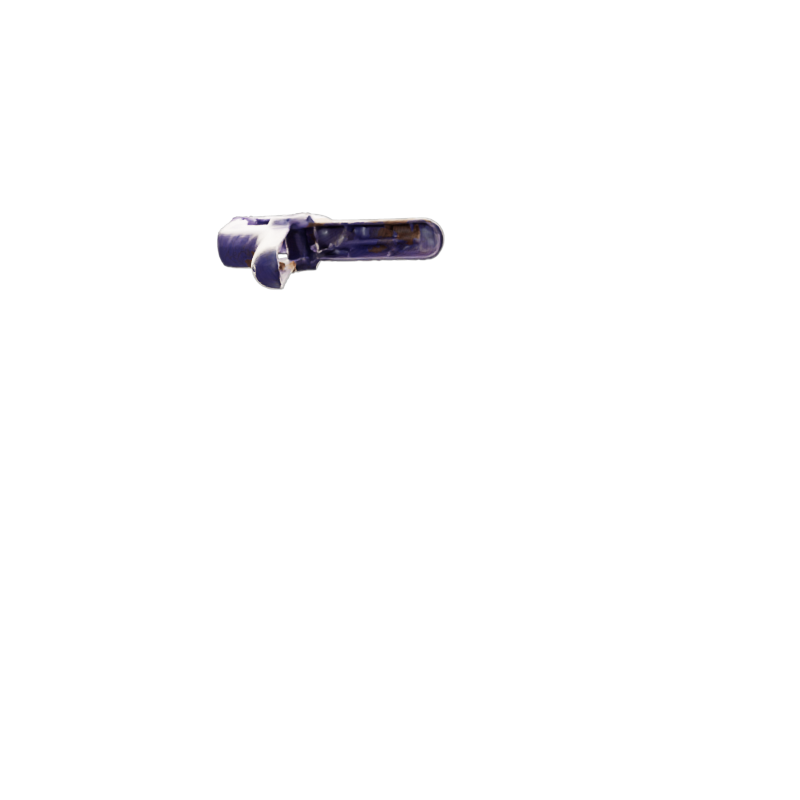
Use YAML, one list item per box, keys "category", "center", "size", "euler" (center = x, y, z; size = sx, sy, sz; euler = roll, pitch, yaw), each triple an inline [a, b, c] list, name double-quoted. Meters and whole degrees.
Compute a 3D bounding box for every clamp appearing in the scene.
- category: "clamp"
  center: [-0.054, -0.098, 0.690]
  size: [0.117, 0.038, 0.180]
  euler: [-6, 17, -21]
